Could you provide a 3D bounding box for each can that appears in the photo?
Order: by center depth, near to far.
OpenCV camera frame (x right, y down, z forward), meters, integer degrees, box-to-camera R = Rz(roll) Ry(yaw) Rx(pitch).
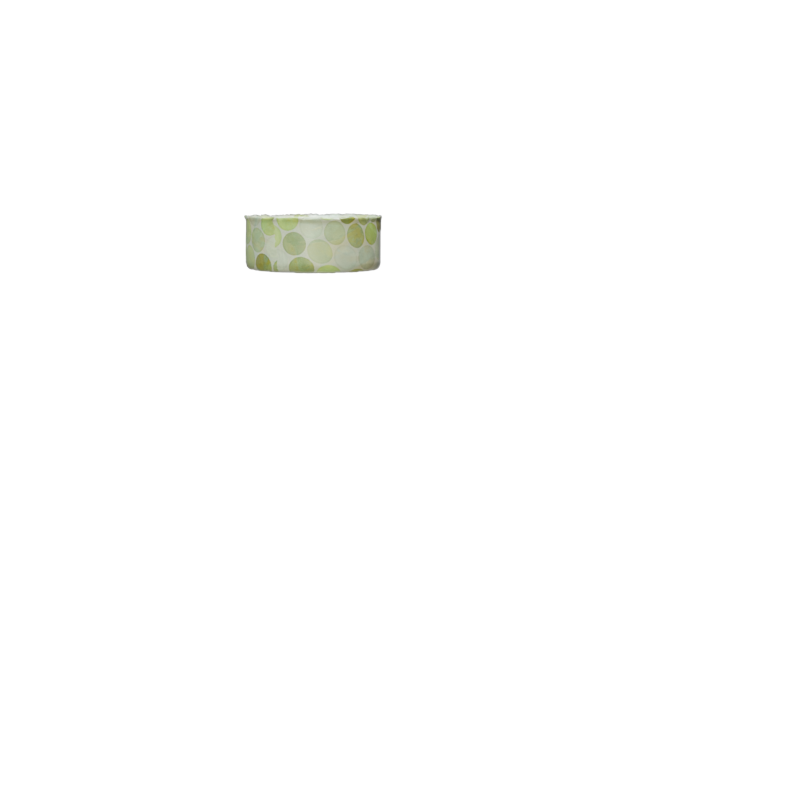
[{"bbox_3d":[-0.054,-0.099,0.692,0.086,0.033,0.087,0,10,-2],"label":"can"}]
